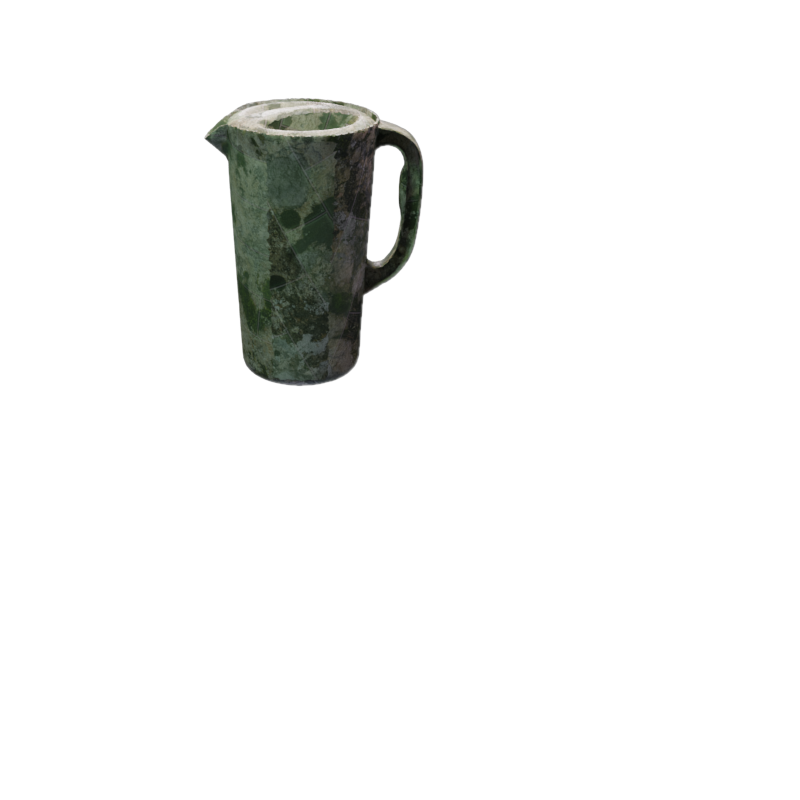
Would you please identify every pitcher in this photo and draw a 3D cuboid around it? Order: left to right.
[{"bbox_3d":[-0.077,-0.141,0.985,0.158,0.231,0.143,22,31,39],"label":"pitcher"}]
